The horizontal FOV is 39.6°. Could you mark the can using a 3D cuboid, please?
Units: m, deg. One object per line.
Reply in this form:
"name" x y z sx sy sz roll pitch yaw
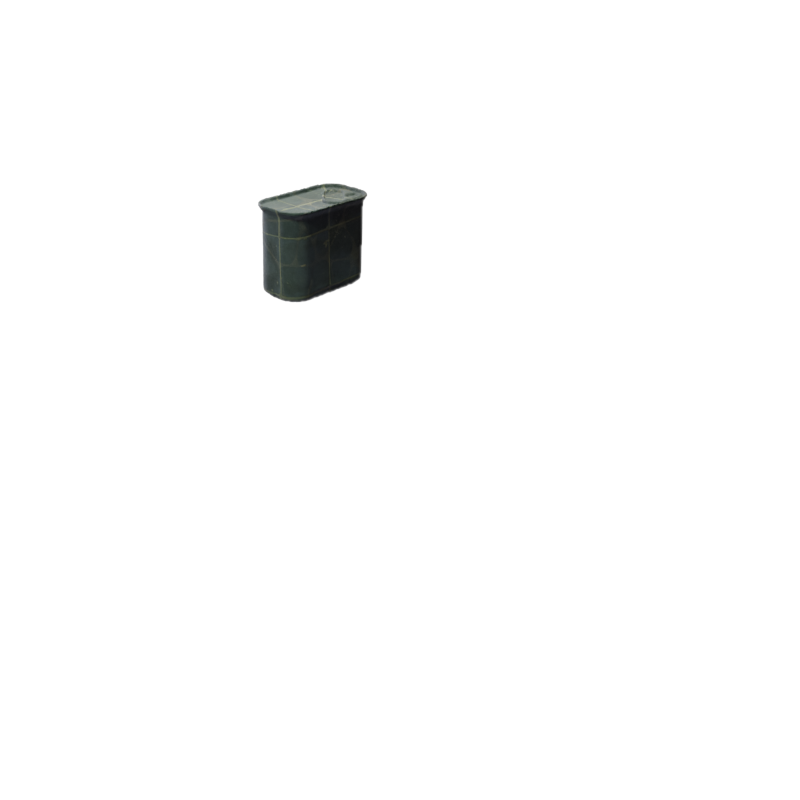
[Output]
"can" -0.078 -0.143 0.999 0.061 0.080 0.101 19 29 38
